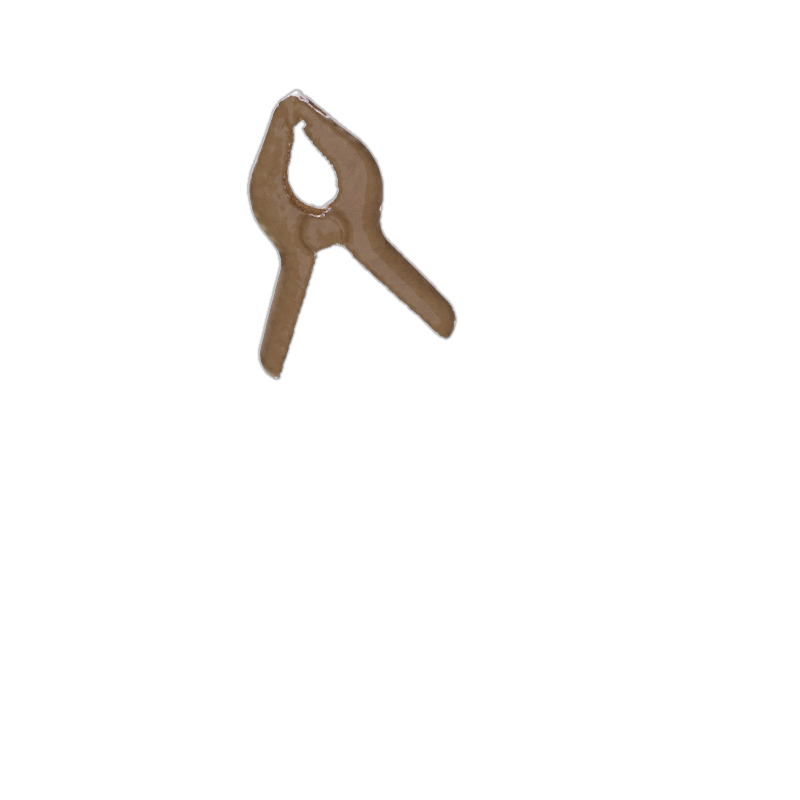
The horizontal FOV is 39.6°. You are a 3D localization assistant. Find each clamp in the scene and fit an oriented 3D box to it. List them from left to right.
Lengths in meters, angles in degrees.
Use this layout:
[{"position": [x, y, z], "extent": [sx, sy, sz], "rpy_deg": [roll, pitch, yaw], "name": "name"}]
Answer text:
[{"position": [-0.052, -0.094, 0.659], "extent": [0.120, 0.168, 0.040], "rpy_deg": [-24, 8, 3], "name": "clamp"}]
